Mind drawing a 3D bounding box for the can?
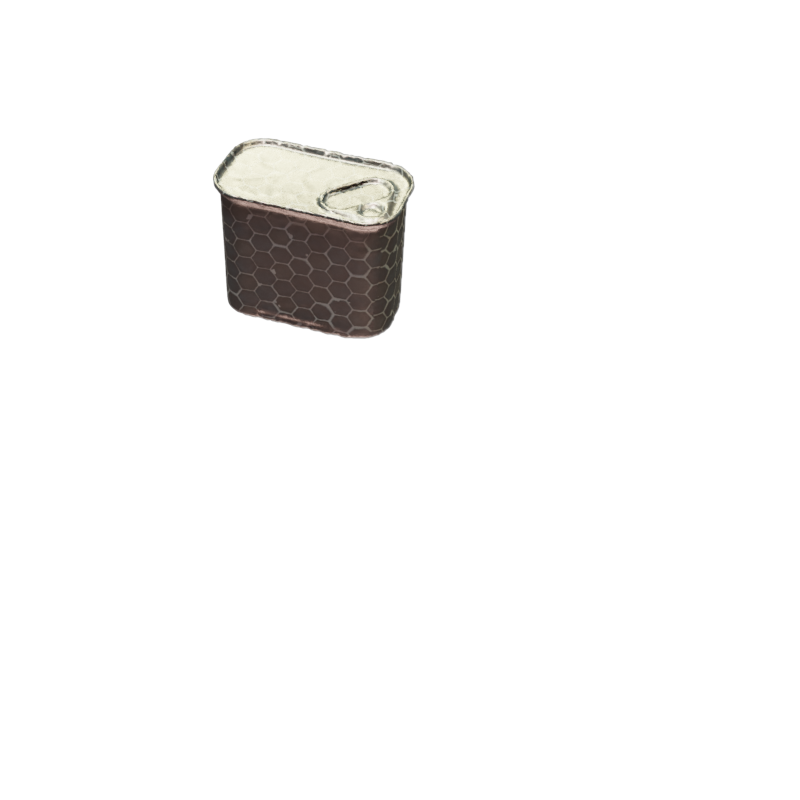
[{"bbox_3d":[-0.047,-0.085,0.599,0.105,0.078,0.060,14,43,14],"label":"can"}]
